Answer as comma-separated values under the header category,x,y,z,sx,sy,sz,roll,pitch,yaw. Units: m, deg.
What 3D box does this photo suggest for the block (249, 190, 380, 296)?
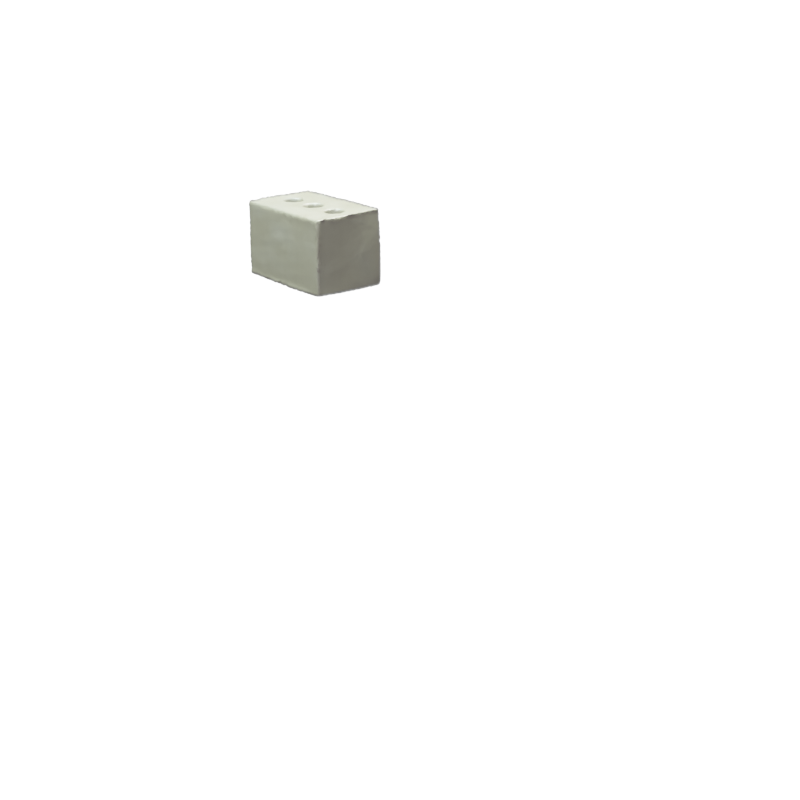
category,x,y,z,sx,sy,sz,roll,pitch,yaw
block,-0.057,-0.105,0.733,0.052,0.049,0.083,-14,24,-38
